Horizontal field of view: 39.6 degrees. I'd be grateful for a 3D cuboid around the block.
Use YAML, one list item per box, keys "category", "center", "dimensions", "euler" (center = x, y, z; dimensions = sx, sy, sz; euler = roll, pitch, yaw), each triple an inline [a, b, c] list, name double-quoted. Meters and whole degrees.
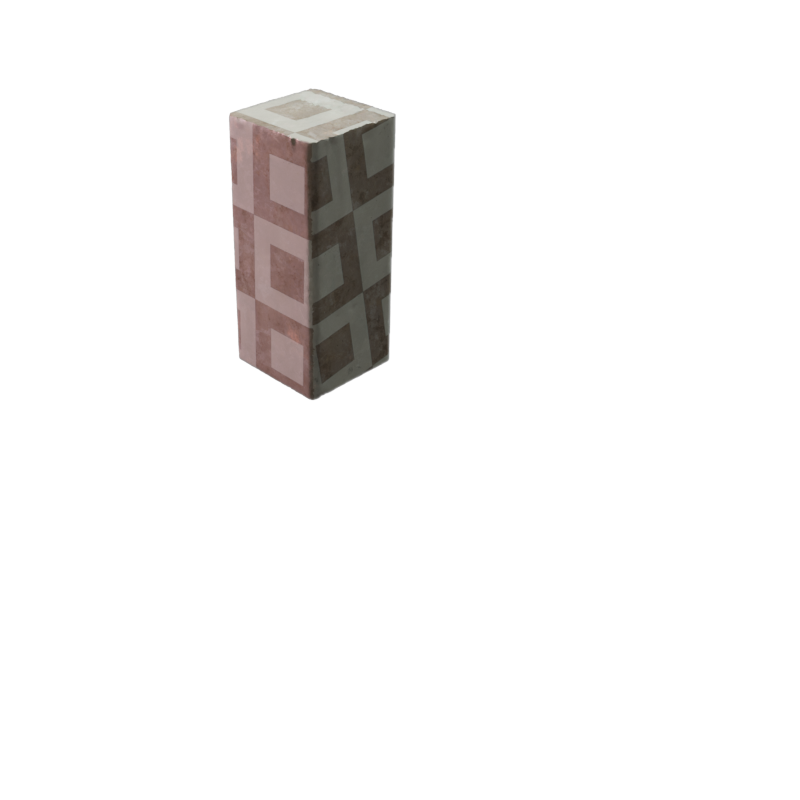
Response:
- category: "block"
  center: [-0.067, -0.120, 0.843]
  dimensions: [0.097, 0.195, 0.089]
  euler: [26, 36, 37]
